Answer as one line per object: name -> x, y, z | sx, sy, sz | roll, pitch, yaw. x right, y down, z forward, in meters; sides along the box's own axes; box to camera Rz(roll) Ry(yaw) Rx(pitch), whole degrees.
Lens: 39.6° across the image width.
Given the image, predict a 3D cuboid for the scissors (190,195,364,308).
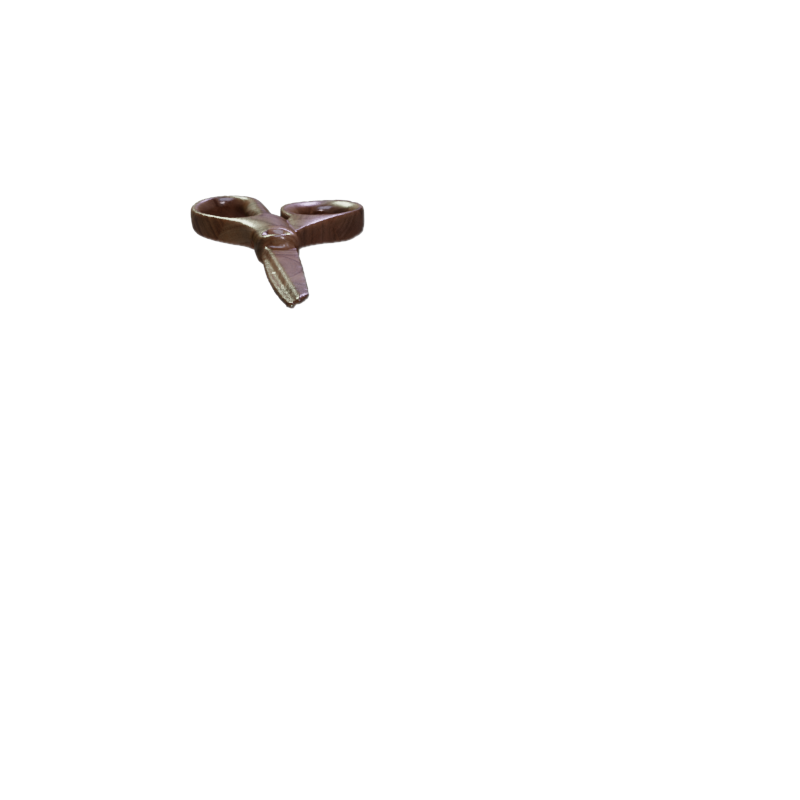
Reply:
scissors -> -0.039, -0.072, 0.502 | 0.094, 0.015, 0.214 | -8, 21, -22
